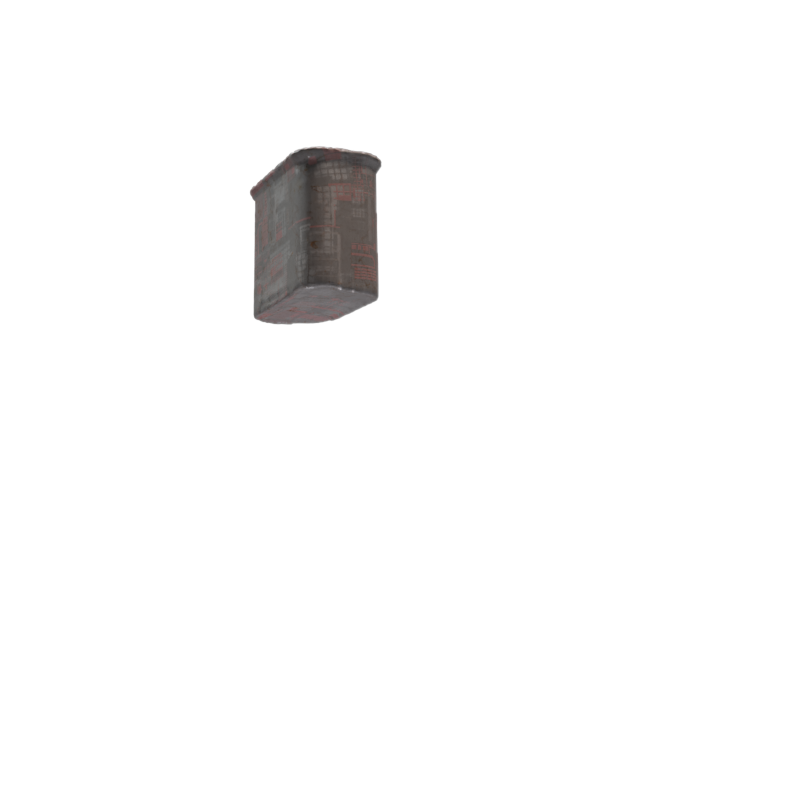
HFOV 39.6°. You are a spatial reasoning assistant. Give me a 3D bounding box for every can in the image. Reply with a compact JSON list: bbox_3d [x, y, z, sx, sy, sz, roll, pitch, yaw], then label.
[{"bbox_3d":[-0.052,-0.095,0.667,0.055,0.087,0.102,6,-14,-26],"label":"can"}]
